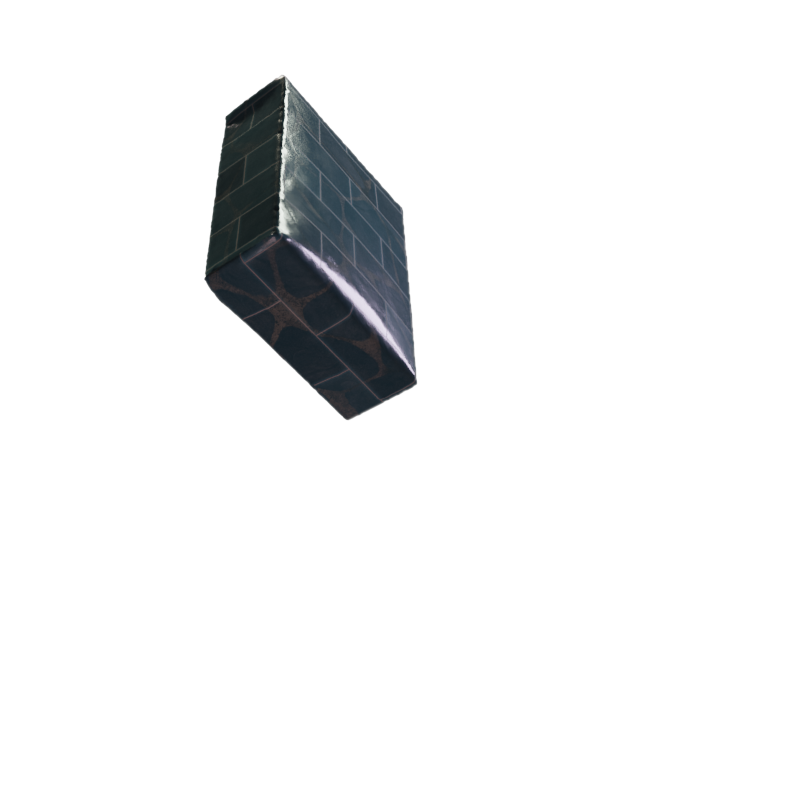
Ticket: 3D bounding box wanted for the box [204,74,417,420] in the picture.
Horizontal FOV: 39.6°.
[{"bbox_3d":[-0.065,-0.118,0.824,0.072,0.229,0.153,-31,-54,21],"label":"box"}]
